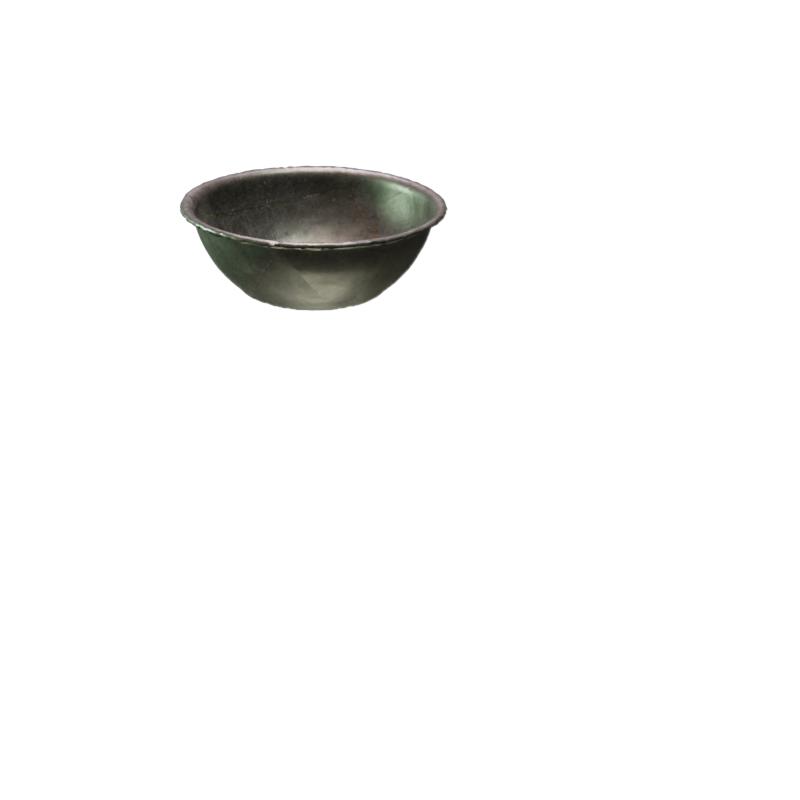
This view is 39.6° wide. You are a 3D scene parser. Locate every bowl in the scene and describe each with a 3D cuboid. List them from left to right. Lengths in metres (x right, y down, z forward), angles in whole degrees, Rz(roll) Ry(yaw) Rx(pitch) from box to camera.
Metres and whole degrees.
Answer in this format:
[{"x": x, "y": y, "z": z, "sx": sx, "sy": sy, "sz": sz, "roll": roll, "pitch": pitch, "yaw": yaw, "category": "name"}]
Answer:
[{"x": -0.053, "y": -0.097, "z": 0.683, "sx": 0.162, "sy": 0.052, "sz": 0.171, "roll": -1, "pitch": 26, "yaw": -2, "category": "bowl"}]
